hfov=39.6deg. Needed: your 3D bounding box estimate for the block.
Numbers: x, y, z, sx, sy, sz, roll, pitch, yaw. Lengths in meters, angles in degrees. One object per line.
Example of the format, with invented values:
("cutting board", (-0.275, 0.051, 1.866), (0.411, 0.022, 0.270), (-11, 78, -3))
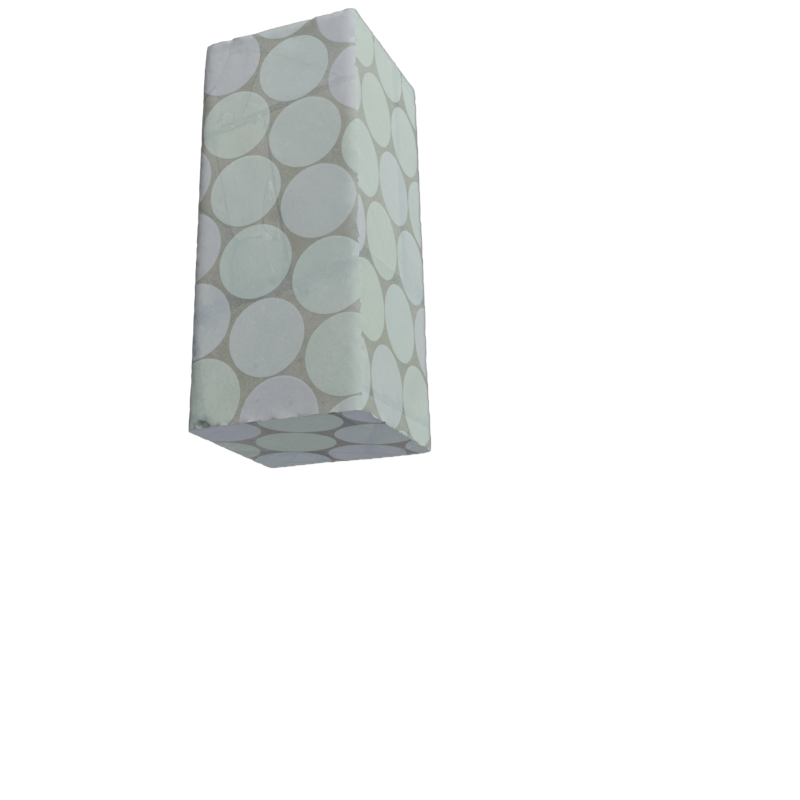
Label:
("block", (-0.045, -0.080, 0.562), (0.092, 0.217, 0.085), (-10, -23, 20))
